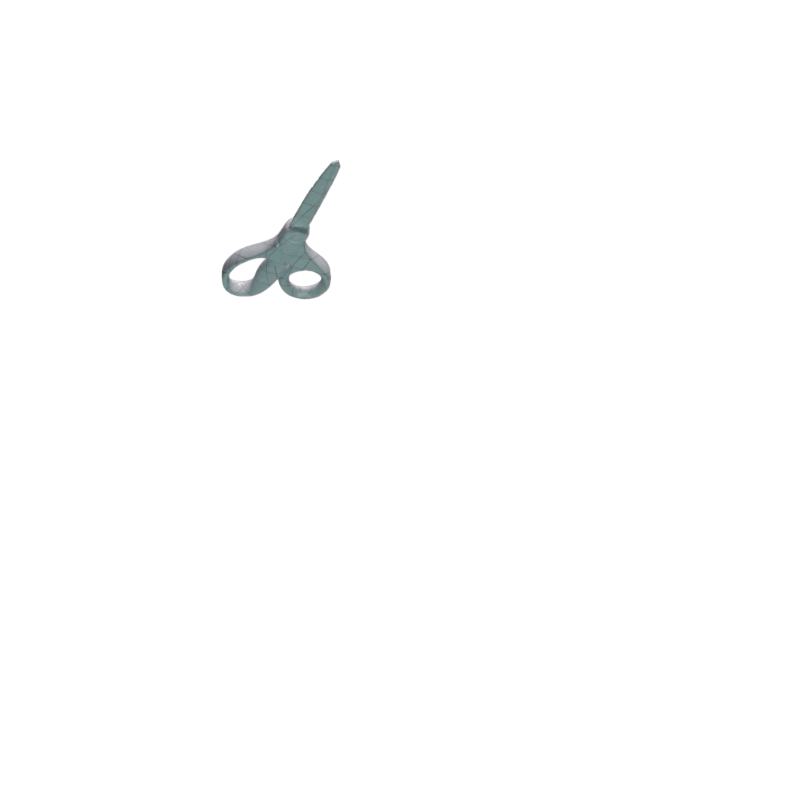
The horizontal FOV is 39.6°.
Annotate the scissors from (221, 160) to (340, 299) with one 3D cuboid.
[{"bbox_3d":[-0.066,-0.121,0.846,0.091,0.017,0.200,16,-28,-33],"label":"scissors"}]
